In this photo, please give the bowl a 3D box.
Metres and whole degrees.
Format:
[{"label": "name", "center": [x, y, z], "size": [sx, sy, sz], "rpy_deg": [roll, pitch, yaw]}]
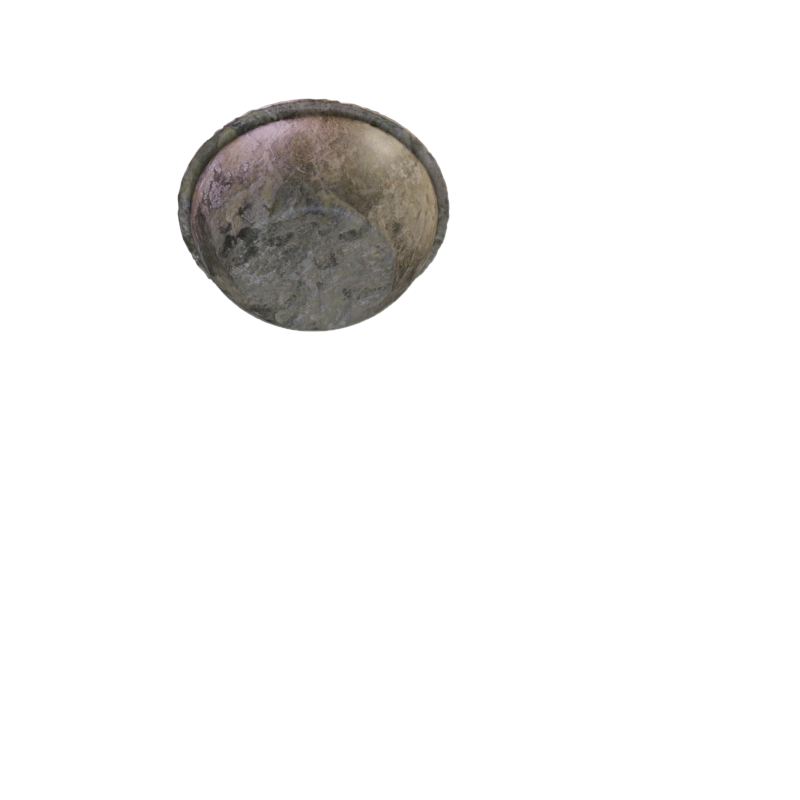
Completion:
[{"label": "bowl", "center": [-0.050, -0.091, 0.639], "size": [0.162, 0.151, 0.059], "rpy_deg": [1, 42, -1]}]
